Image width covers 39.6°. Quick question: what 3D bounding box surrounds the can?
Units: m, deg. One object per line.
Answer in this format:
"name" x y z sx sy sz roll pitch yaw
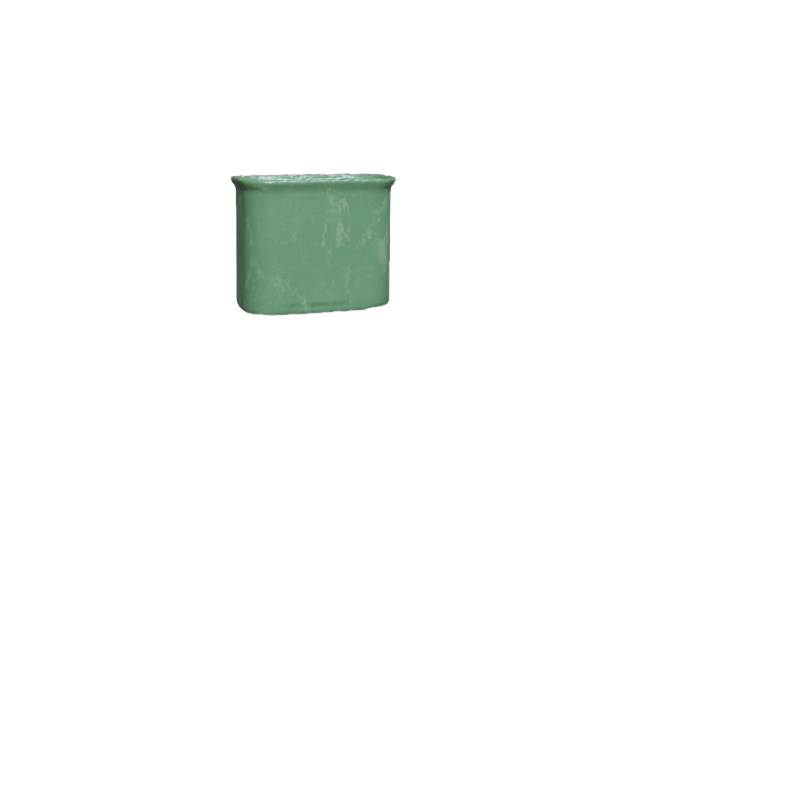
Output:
"can" -0.055 -0.101 0.706 0.100 0.082 0.060 -4 10 -19
